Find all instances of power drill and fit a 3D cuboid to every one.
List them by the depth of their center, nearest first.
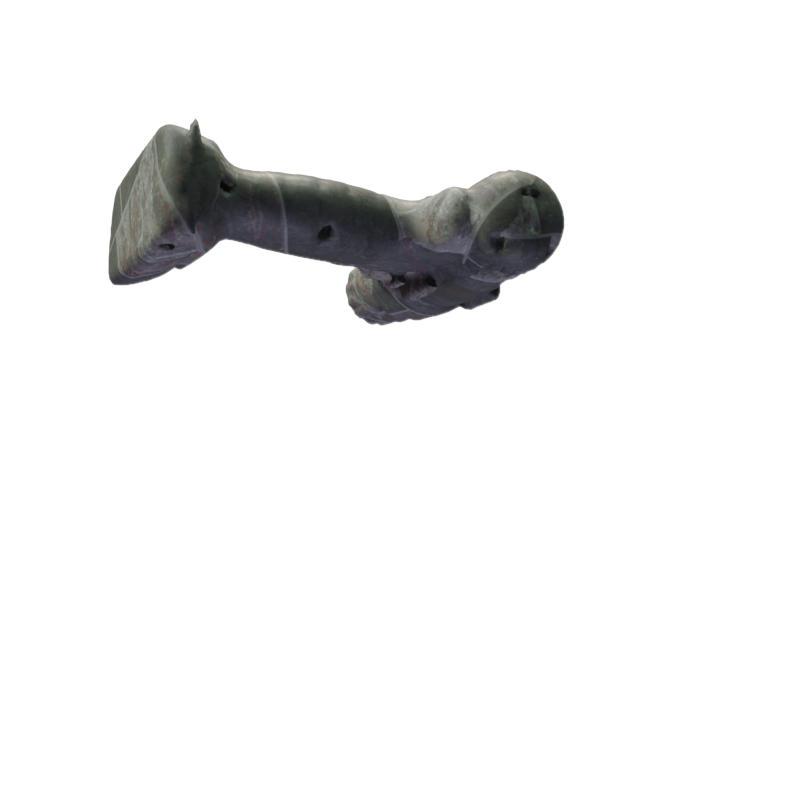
[{"bbox_3d":[-0.042,-0.077,0.540,0.182,0.059,0.184,4,-11,-23],"label":"power drill"}]
